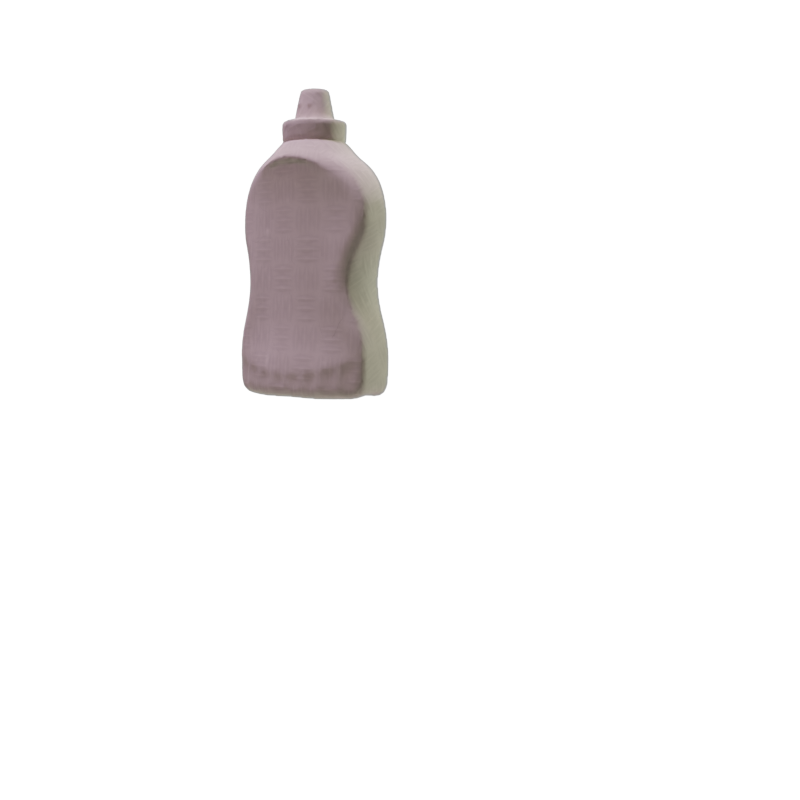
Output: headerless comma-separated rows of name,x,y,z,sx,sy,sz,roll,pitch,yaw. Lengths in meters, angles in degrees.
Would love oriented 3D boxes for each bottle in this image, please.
bottle,-0.054,-0.100,0.697,0.100,0.193,0.056,-1,-2,37
